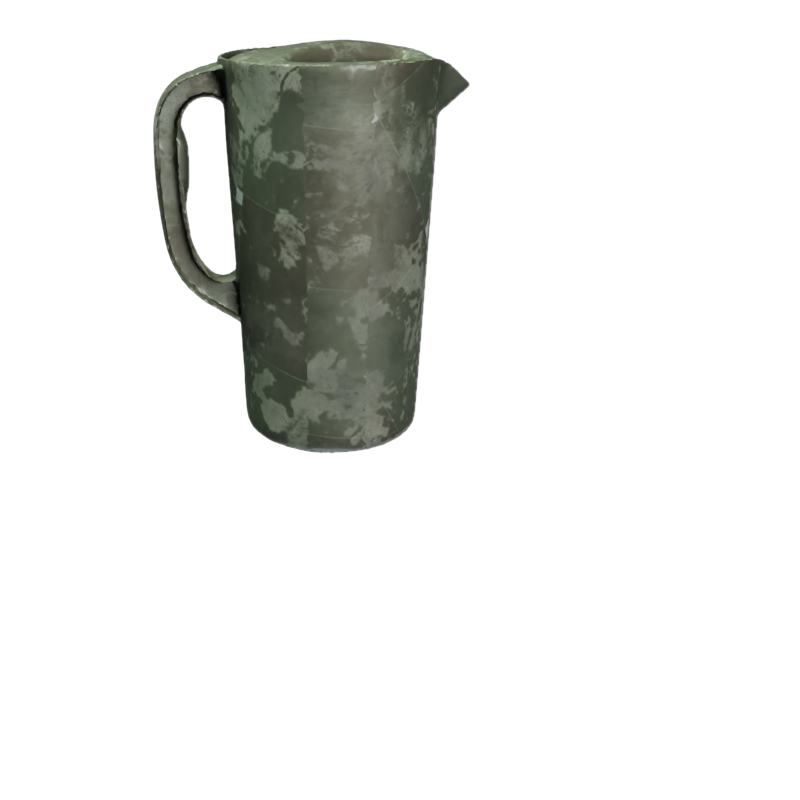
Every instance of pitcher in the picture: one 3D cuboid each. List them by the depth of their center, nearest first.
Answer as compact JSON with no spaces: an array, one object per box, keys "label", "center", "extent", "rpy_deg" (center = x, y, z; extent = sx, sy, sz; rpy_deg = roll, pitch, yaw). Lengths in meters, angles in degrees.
[{"label":"pitcher","center":[-0.053,-0.097,0.681],"extent":[0.156,0.234,0.143],"rpy_deg":[12,20,32]}]
